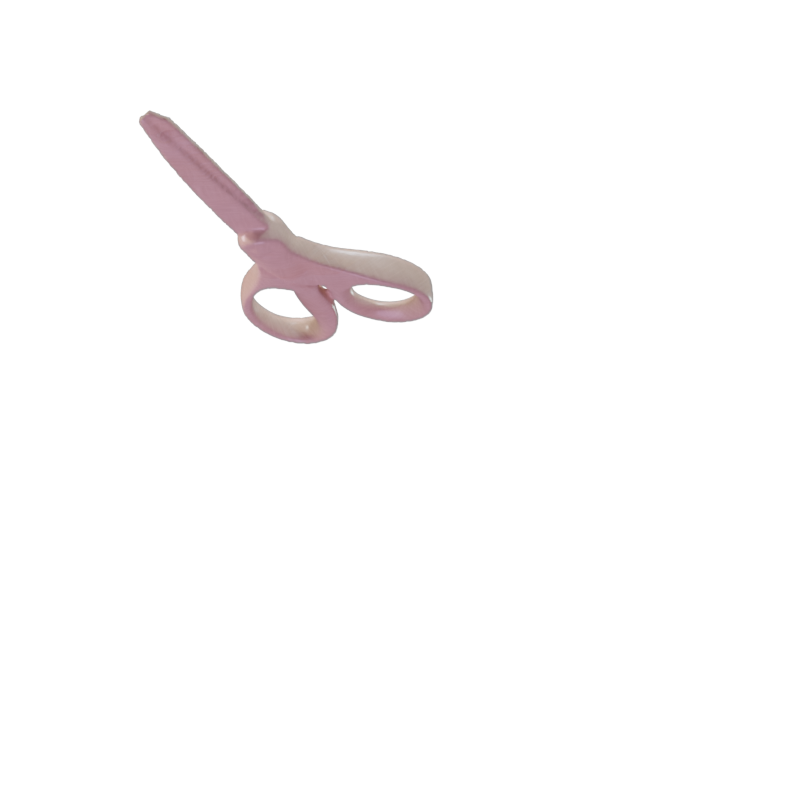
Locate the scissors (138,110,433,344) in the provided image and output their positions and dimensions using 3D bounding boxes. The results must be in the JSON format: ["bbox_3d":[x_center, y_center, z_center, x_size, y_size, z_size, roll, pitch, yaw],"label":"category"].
[{"bbox_3d":[-0.035,-0.064,0.448,0.097,0.017,0.191,-1,-18,2],"label":"scissors"}]
